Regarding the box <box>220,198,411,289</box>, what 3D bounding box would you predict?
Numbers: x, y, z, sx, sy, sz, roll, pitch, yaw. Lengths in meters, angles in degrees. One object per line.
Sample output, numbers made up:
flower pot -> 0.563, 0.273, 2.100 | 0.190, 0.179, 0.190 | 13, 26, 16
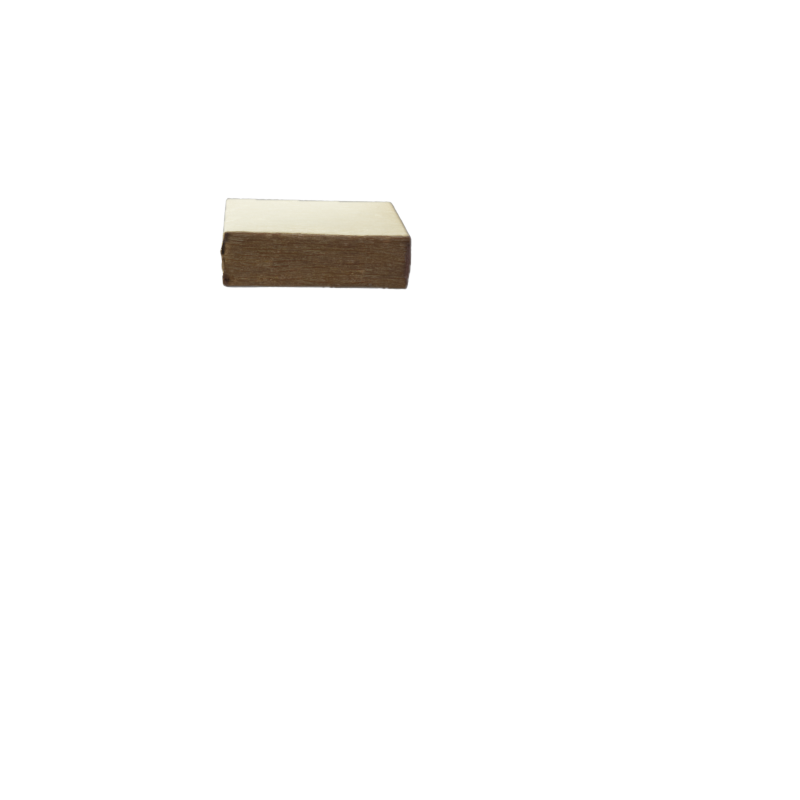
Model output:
box -> -0.054, -0.098, 0.689 | 0.113, 0.037, 0.094 | -2, 21, -5
